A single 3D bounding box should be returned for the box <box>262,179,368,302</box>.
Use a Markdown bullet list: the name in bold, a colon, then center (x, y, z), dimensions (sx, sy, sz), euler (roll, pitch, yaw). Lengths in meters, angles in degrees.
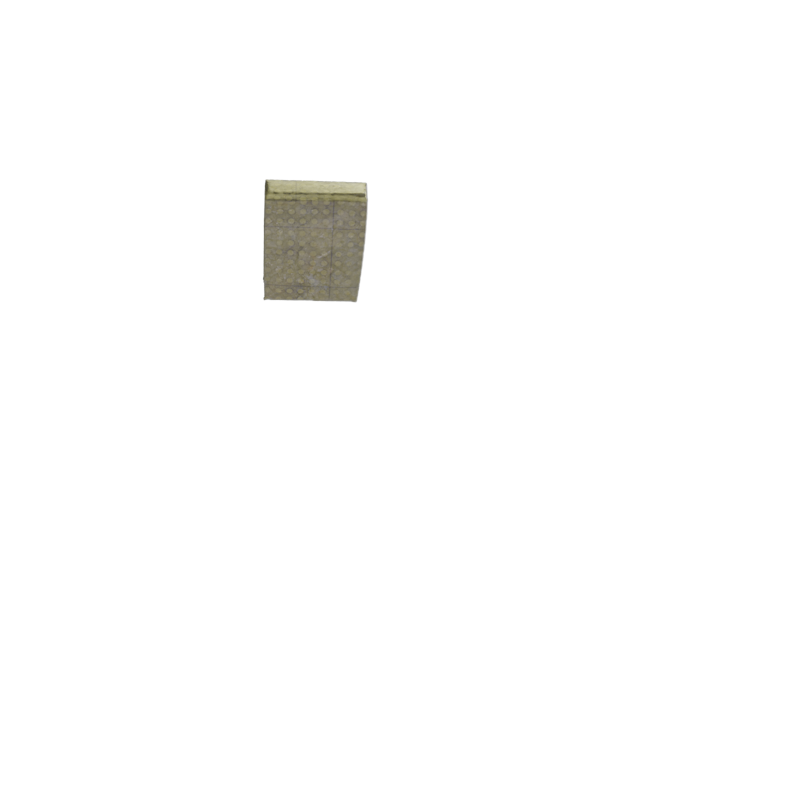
- **box**: center (-0.077, -0.140, 0.984), dimensions (0.089, 0.106, 0.042), euler (3, 36, -3)
